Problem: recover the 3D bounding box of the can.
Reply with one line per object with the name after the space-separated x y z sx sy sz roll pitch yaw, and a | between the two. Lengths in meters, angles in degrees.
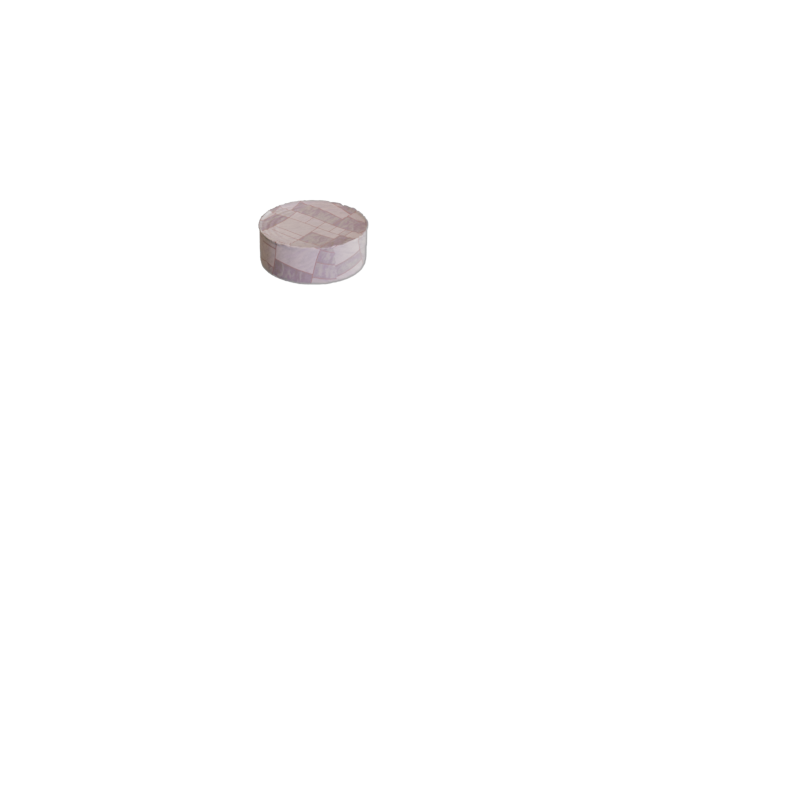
-0.068 -0.124 0.870 0.086 0.032 0.091 -1 32 -2 | can
